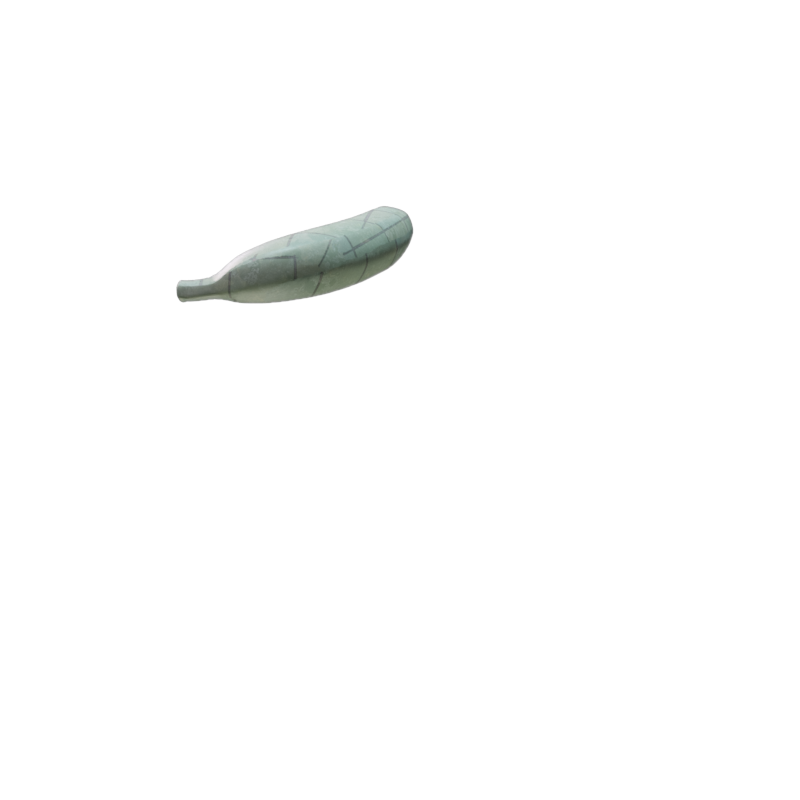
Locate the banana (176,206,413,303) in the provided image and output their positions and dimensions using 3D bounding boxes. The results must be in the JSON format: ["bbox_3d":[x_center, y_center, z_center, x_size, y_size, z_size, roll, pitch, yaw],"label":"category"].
[{"bbox_3d":[-0.040,-0.091,0.660,0.073,0.035,0.195,15,25,35],"label":"banana"}]
